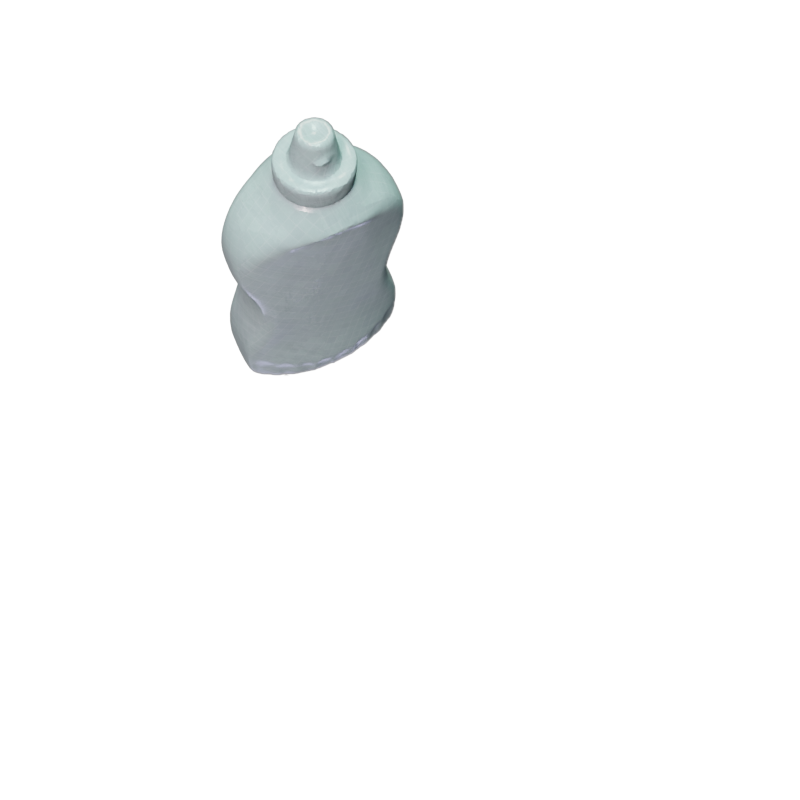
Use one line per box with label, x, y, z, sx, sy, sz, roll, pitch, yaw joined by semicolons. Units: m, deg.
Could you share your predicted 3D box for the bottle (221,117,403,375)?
bottle;-0.046;-0.083;0.585;0.095;0.062;0.181;-21;-23;-14
